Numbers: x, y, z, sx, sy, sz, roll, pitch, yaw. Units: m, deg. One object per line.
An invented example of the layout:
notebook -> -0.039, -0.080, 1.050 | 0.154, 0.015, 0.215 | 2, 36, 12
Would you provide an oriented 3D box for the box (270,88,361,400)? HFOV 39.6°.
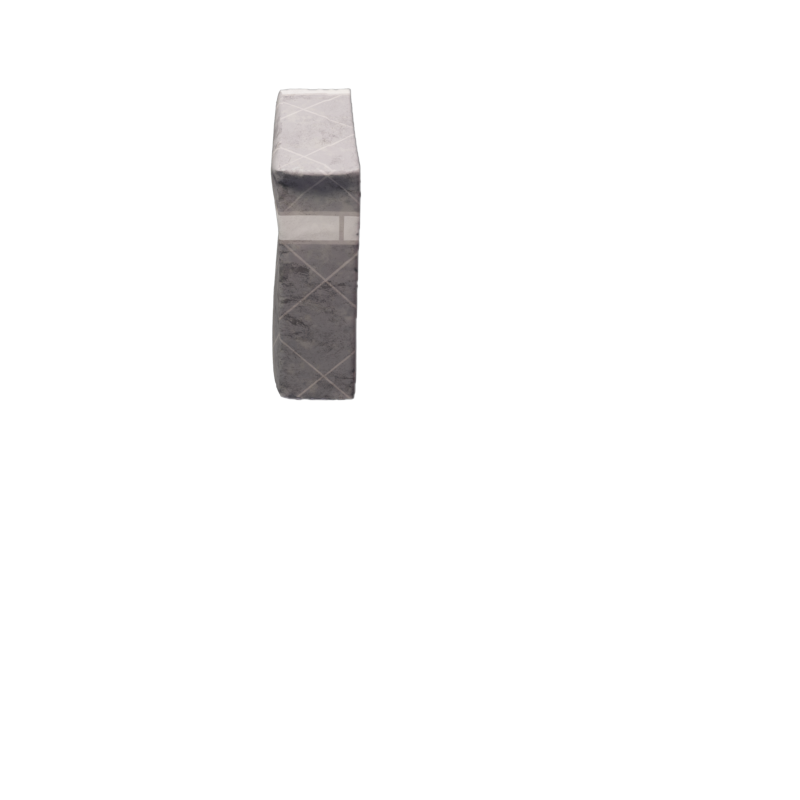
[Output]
box -> -0.073, -0.133, 0.930 | 0.071, 0.201, 0.175 | -1, 33, -5
